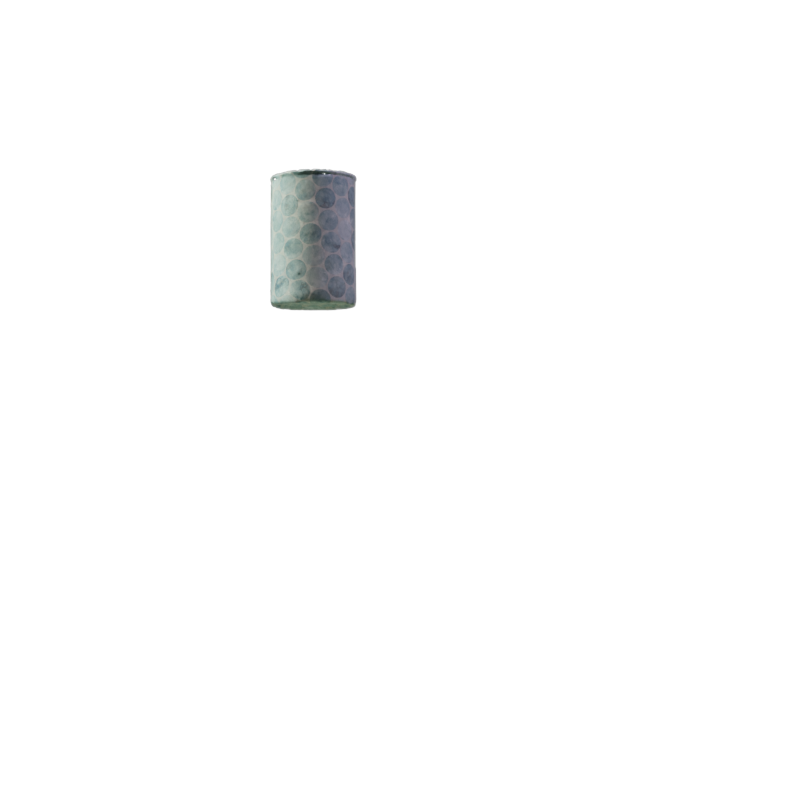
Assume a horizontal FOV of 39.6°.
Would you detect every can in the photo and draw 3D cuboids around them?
[{"bbox_3d":[-0.068,-0.123,0.865,0.068,0.104,0.067,0,-6,-2],"label":"can"}]
